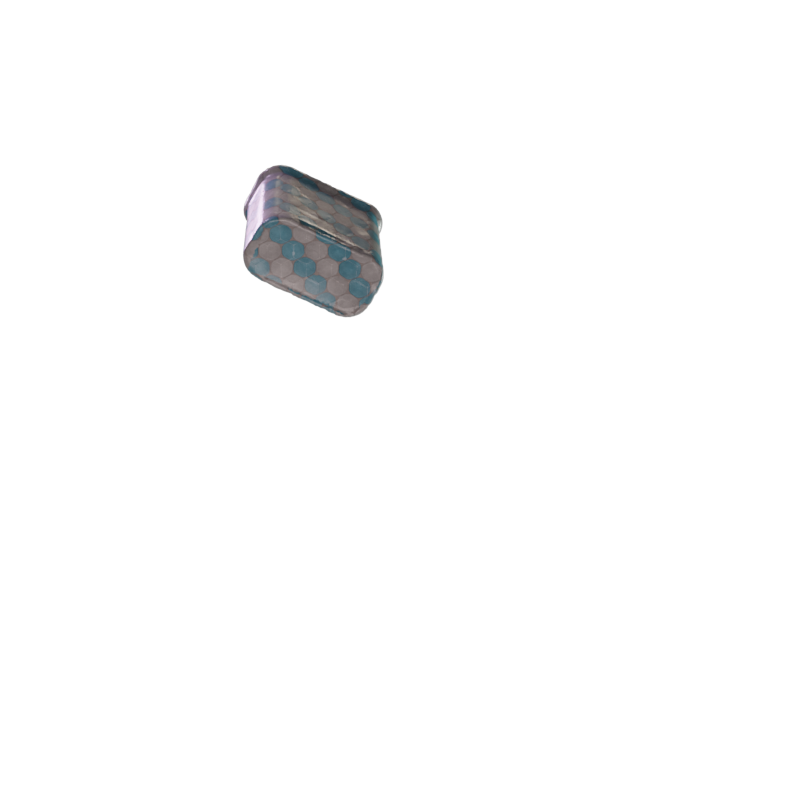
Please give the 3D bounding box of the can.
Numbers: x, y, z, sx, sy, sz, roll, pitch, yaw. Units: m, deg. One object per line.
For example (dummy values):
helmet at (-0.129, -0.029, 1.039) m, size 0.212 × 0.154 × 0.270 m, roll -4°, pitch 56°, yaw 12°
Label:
can at (-0.062, -0.113, 0.792) m, size 0.099 × 0.056 × 0.089 m, roll 23°, pitch 28°, yaw -15°
